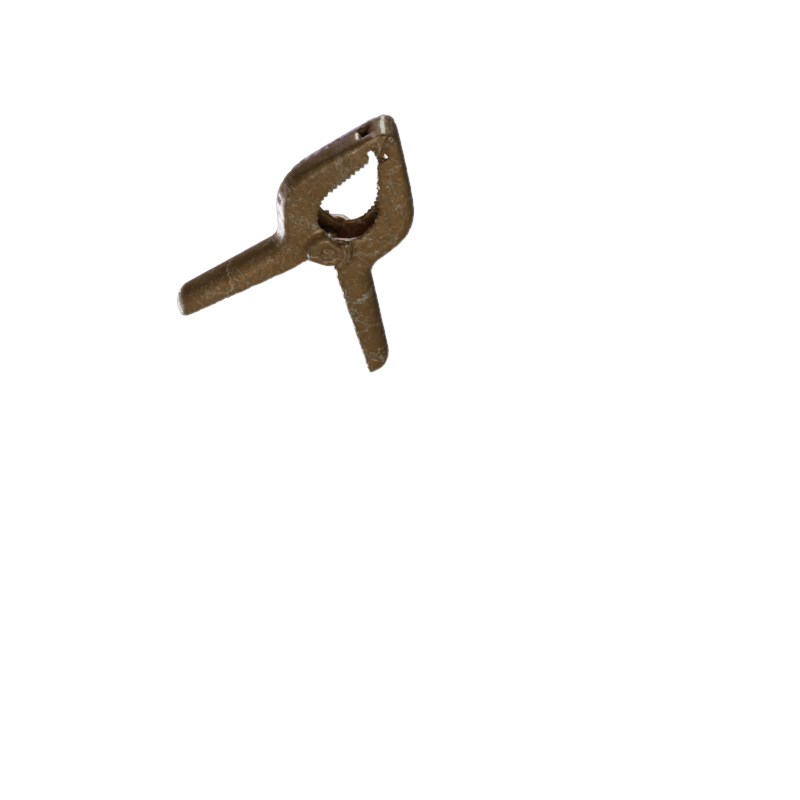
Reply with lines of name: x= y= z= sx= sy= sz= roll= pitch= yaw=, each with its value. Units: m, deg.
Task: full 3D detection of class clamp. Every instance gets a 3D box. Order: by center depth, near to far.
clamp: x=-0.061 y=-0.110 z=0.773 sx=0.161 sy=0.199 sz=0.039 roll=13 pitch=40 yaw=-11
